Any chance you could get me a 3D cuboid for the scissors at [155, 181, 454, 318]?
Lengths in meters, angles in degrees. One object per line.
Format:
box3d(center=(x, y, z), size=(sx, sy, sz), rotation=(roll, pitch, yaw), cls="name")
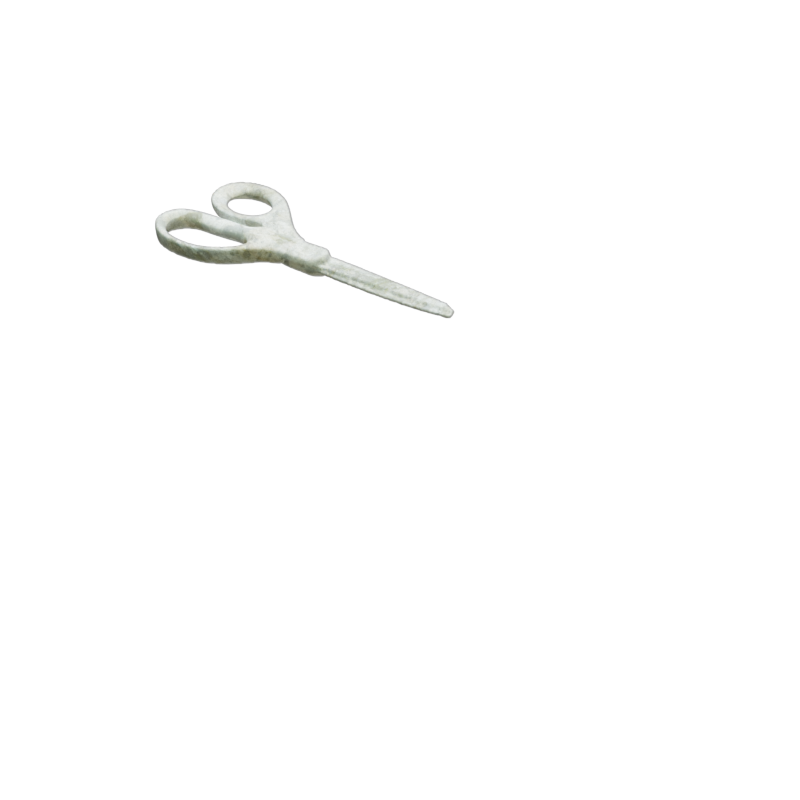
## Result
box3d(center=(-0.054, -0.099, 0.694), size=(0.207, 0.015, 0.100), rotation=(12, 40, 15), cls="scissors")
